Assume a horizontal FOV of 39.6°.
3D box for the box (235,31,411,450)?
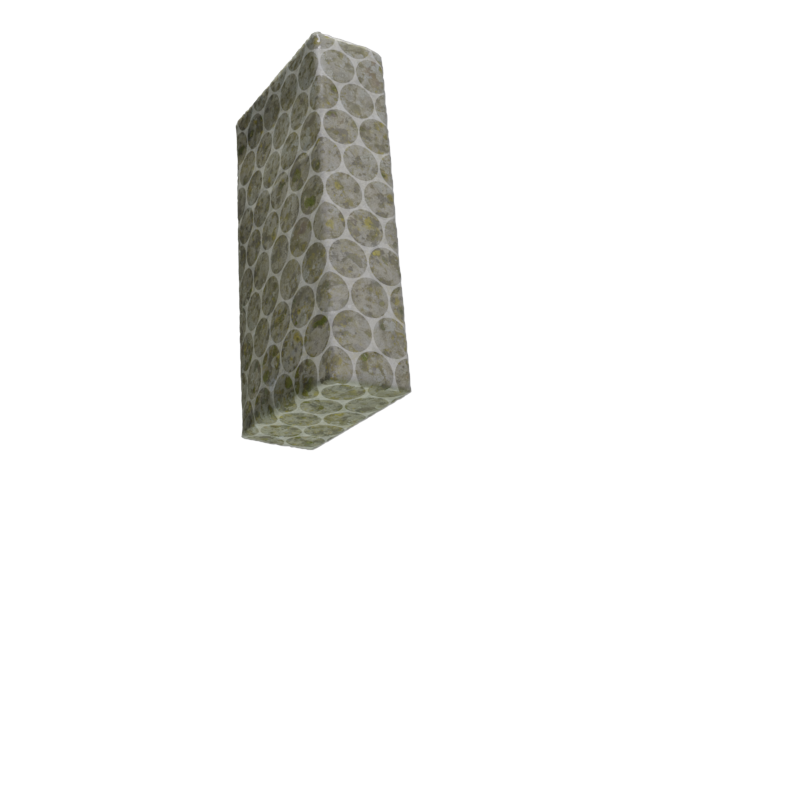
[{"bbox_3d":[-0.041,-0.075,0.526,0.046,0.187,0.092,13,-29,-29],"label":"box"}]
